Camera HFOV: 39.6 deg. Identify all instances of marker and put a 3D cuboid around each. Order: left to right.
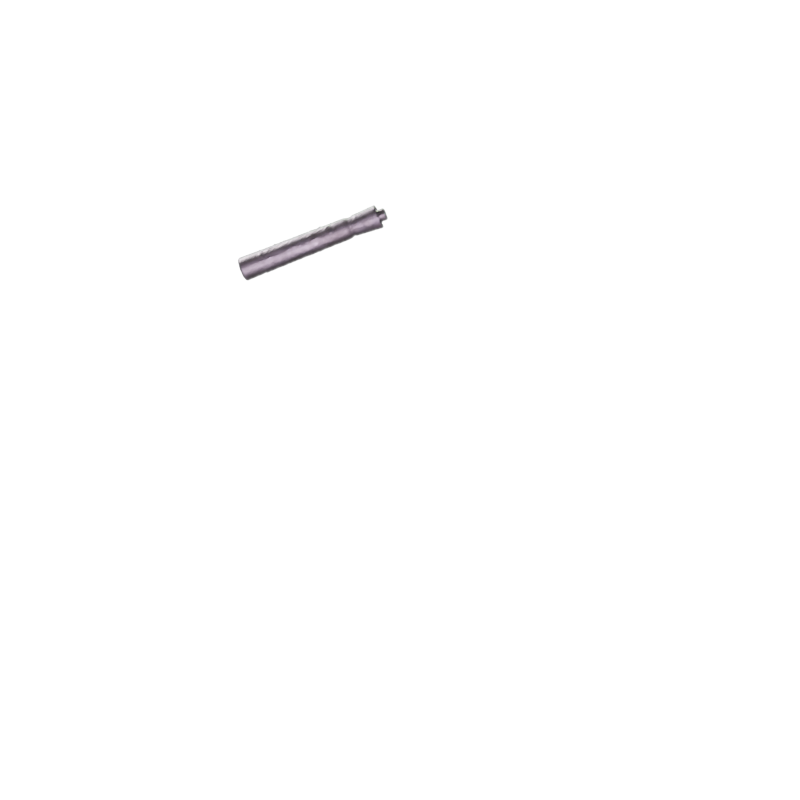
[{"bbox_3d":[-0.068,-0.123,0.864,0.121,0.020,0.020,-20,1,8],"label":"marker"}]
